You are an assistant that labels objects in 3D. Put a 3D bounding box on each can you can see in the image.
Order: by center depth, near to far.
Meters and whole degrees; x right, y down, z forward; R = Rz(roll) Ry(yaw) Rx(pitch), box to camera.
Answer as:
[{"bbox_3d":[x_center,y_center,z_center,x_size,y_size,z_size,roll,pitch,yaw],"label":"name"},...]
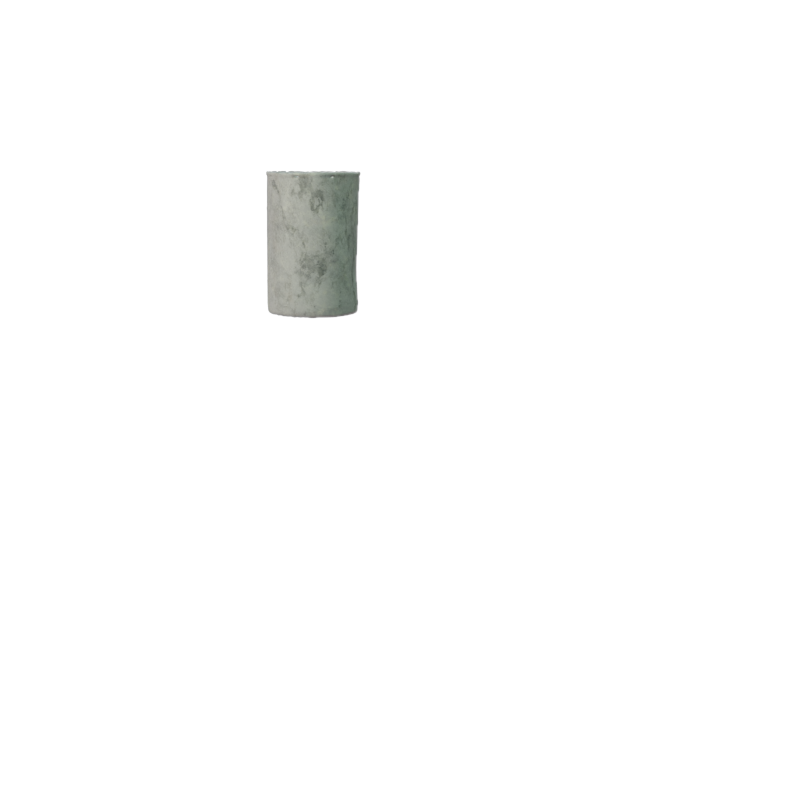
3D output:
[{"bbox_3d":[-0.063,-0.115,0.802,0.068,0.101,0.070,0,7,-2],"label":"can"}]
